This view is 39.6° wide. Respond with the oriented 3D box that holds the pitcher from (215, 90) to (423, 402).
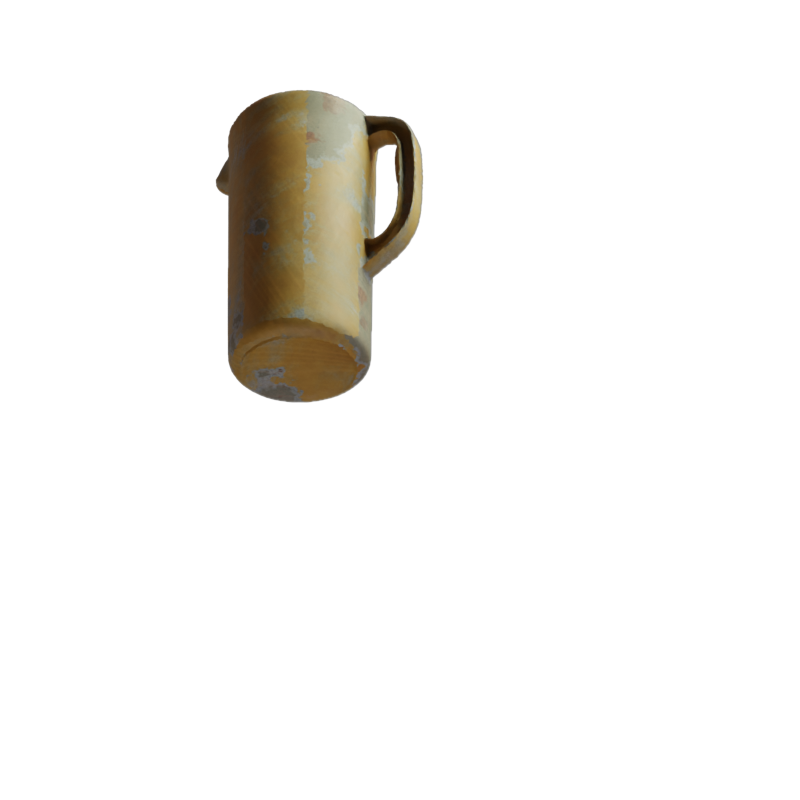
[{"bbox_3d":[-0.070,-0.128,0.897,0.140,0.260,0.144,13,-39,-20],"label":"pitcher"}]
